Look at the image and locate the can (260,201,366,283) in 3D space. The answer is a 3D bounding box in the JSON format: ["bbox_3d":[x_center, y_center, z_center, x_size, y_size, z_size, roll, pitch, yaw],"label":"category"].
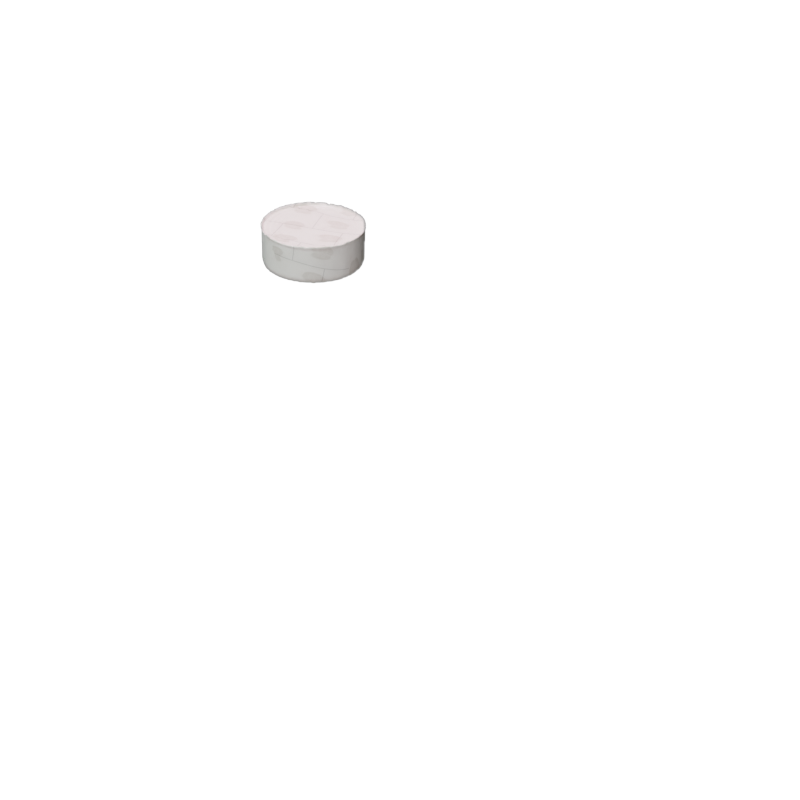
[{"bbox_3d":[-0.071,-0.129,0.907,0.086,0.032,0.091,-1,32,-2],"label":"can"}]
